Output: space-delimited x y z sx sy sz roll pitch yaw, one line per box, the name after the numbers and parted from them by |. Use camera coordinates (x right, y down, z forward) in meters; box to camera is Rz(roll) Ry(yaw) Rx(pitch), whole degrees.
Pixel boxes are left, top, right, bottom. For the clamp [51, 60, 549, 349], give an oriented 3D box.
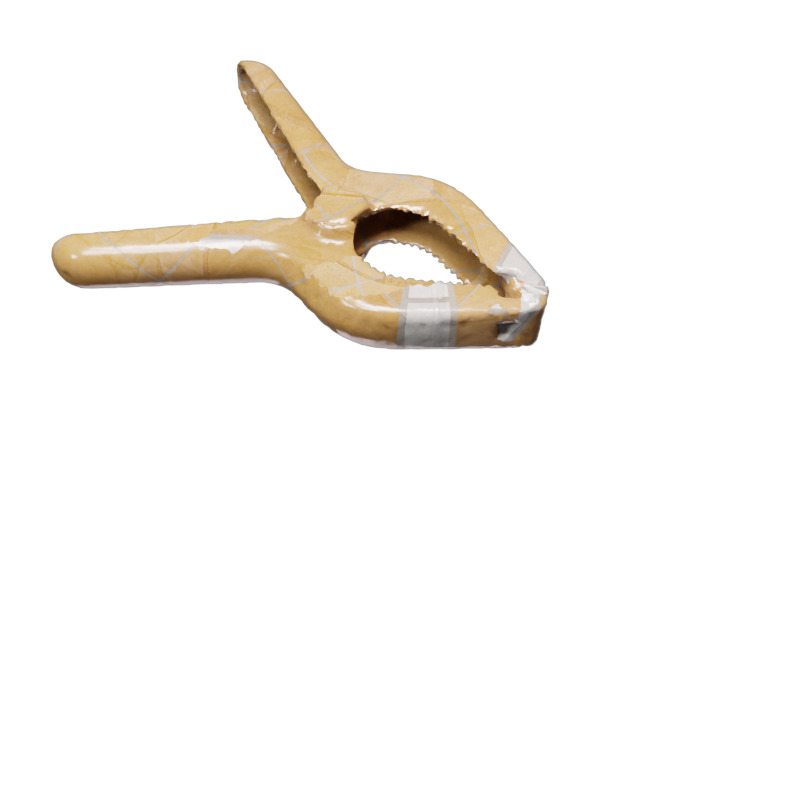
-0.039 -0.071 0.500 0.220 0.034 0.168 29 57 22 | clamp
